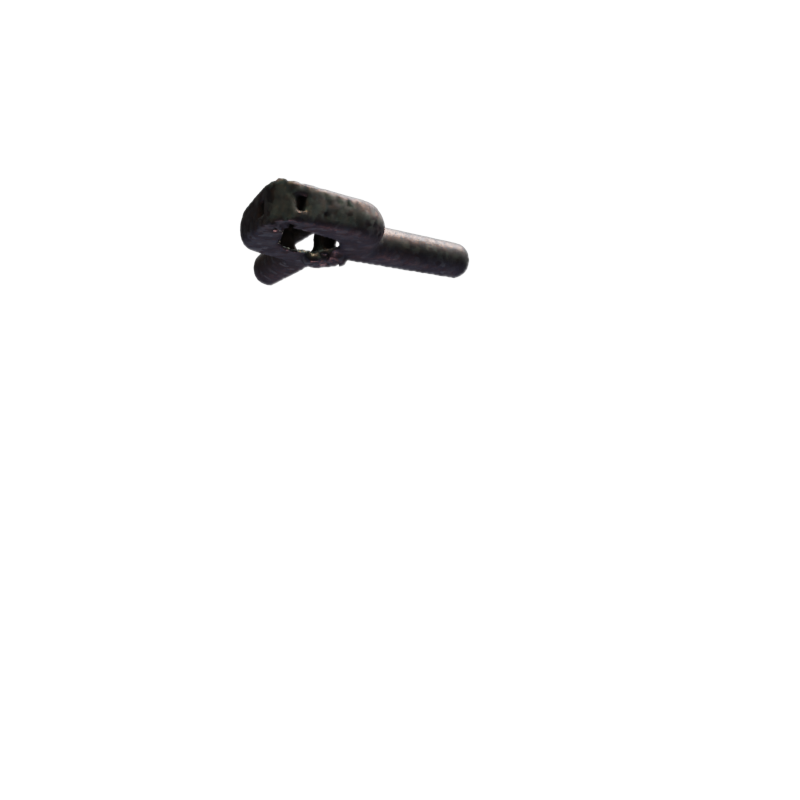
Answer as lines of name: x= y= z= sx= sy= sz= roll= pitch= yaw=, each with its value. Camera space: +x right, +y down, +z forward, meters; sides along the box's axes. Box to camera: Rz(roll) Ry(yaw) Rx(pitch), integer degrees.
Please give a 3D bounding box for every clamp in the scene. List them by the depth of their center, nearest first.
clamp: x=-0.059 y=-0.108 z=0.758 sx=0.168 sy=0.037 sz=0.200 roll=-2 pitch=-6 yaw=22
